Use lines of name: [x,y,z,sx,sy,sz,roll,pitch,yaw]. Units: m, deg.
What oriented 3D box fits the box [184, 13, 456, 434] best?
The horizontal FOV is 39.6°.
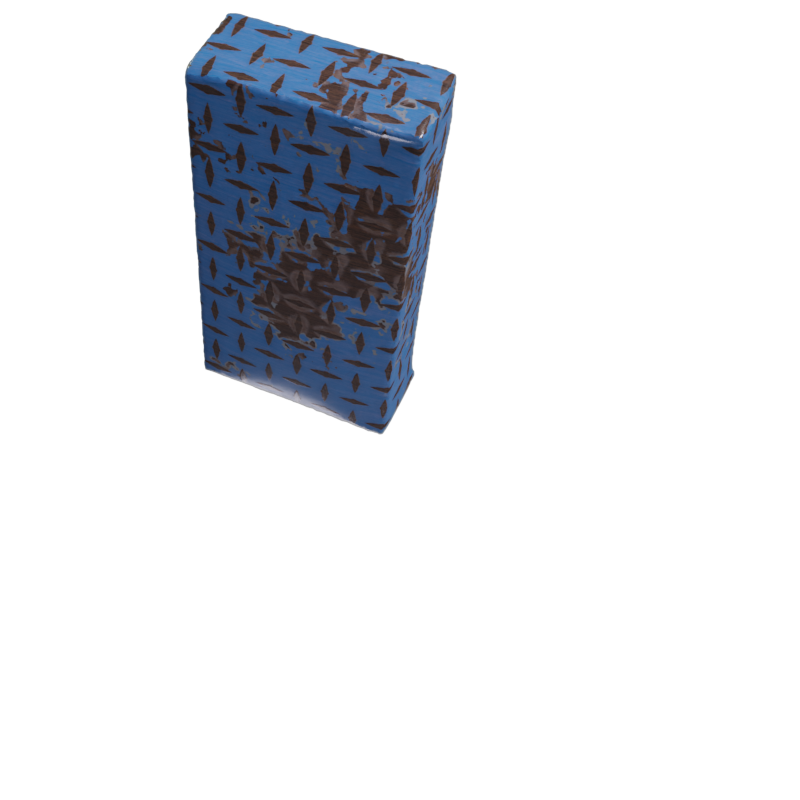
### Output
box: [-0.036,-0.064,0.453,0.096,0.050,0.164,20,-36,12]
